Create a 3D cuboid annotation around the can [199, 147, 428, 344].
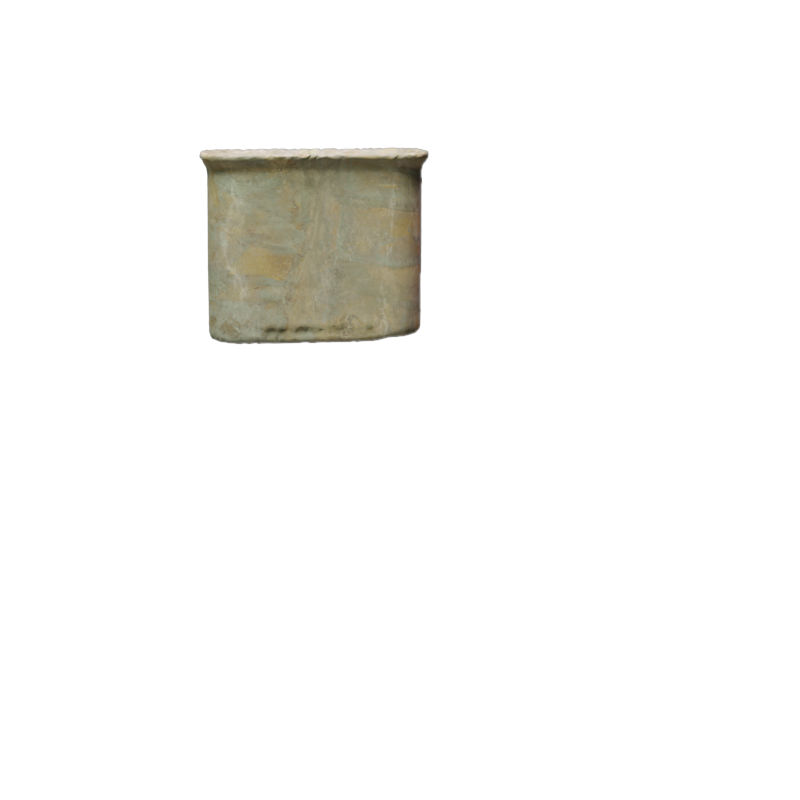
[{"bbox_3d":[-0.040,-0.072,0.506,0.101,0.082,0.059,-1,10,-6],"label":"can"}]
